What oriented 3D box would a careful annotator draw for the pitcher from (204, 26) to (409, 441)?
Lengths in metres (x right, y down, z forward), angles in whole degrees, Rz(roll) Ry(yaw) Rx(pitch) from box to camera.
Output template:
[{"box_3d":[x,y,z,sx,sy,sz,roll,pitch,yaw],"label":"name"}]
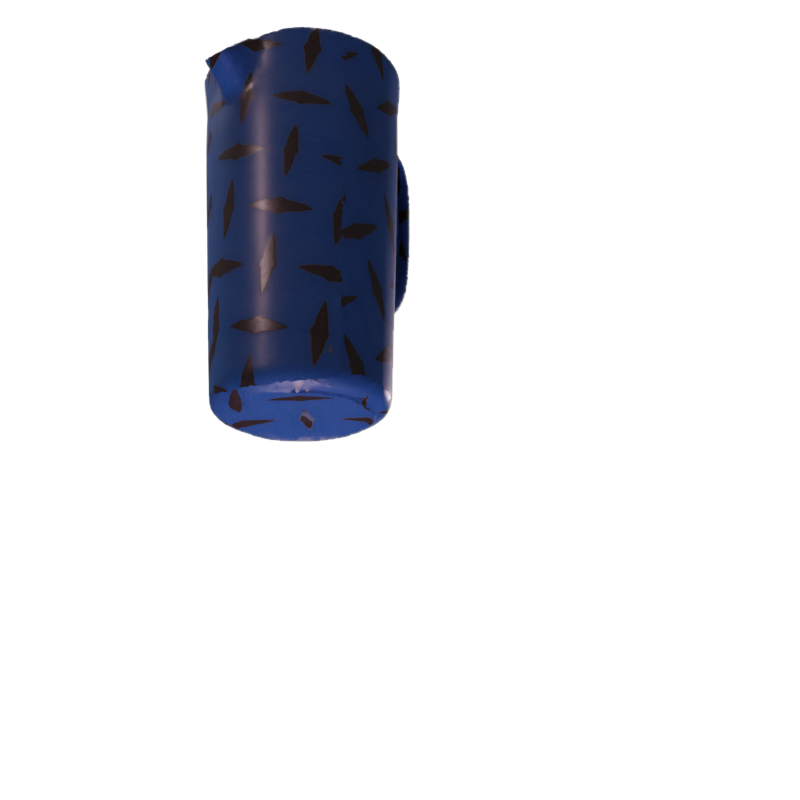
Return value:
[{"box_3d":[-0.056,-0.101,0.710,0.148,0.257,0.138,2,-25,-7],"label":"pitcher"}]
